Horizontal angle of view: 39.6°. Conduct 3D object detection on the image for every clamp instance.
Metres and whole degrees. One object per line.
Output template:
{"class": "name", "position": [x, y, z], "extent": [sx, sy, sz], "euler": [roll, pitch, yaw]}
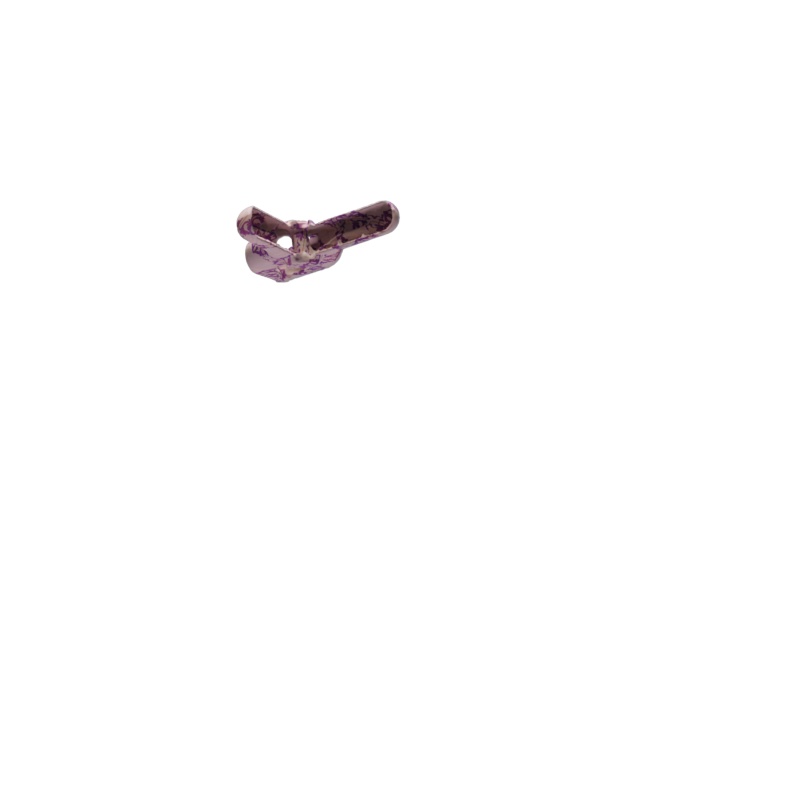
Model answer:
{"class": "clamp", "position": [-0.068, -0.124, 0.870], "extent": [0.119, 0.040, 0.170], "euler": [0, -4, -7]}
